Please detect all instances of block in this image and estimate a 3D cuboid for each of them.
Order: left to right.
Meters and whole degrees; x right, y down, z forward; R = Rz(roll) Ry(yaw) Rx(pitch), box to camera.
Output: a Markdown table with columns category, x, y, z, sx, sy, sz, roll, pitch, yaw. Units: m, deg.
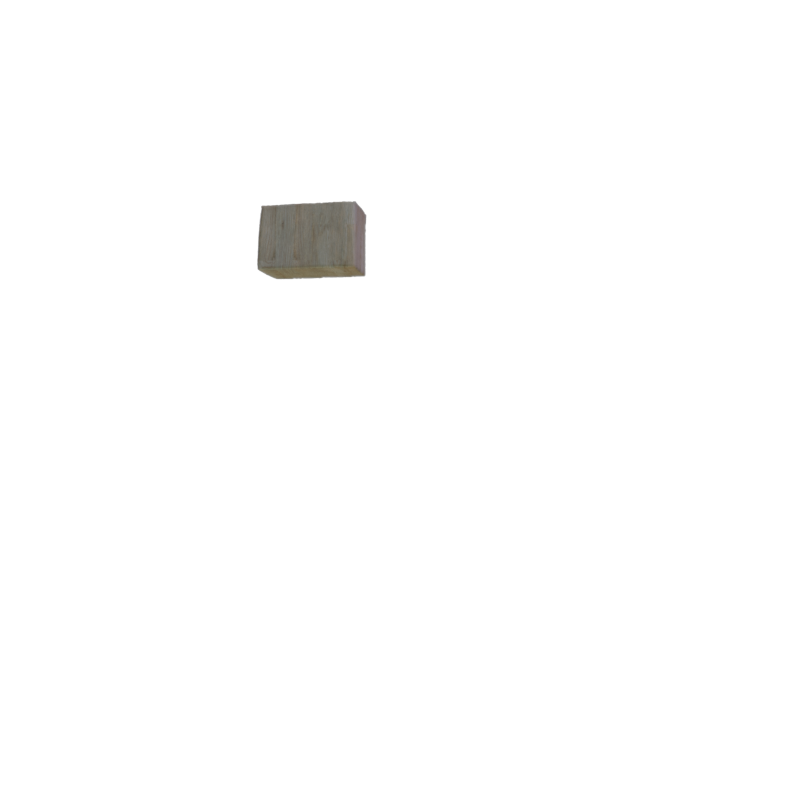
| category | x | y | z | sx | sy | sz | roll | pitch | yaw |
| --- | --- | --- | --- | --- | --- | --- | --- | --- | --- |
| block | -0.068 | -0.125 | 0.875 | 0.079 | 0.052 | 0.051 | -1 | -7 | 11 |
